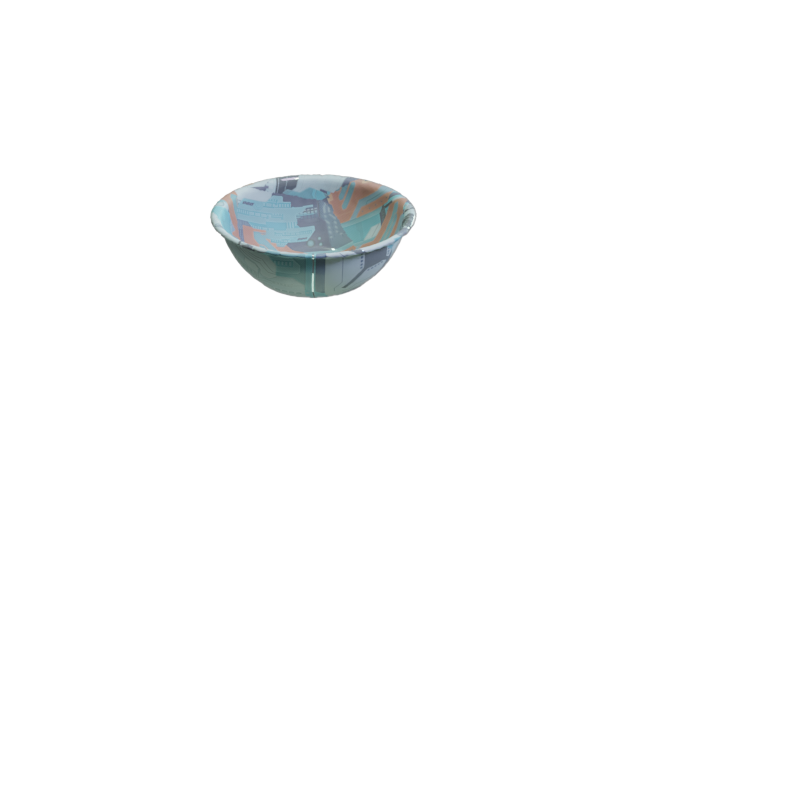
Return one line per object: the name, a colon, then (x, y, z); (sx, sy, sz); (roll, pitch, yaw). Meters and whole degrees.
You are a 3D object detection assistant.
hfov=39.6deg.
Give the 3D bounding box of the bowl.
bowl: (-0.069, -0.126, 0.882); (0.162, 0.052, 0.172); (-1, 31, -2)
